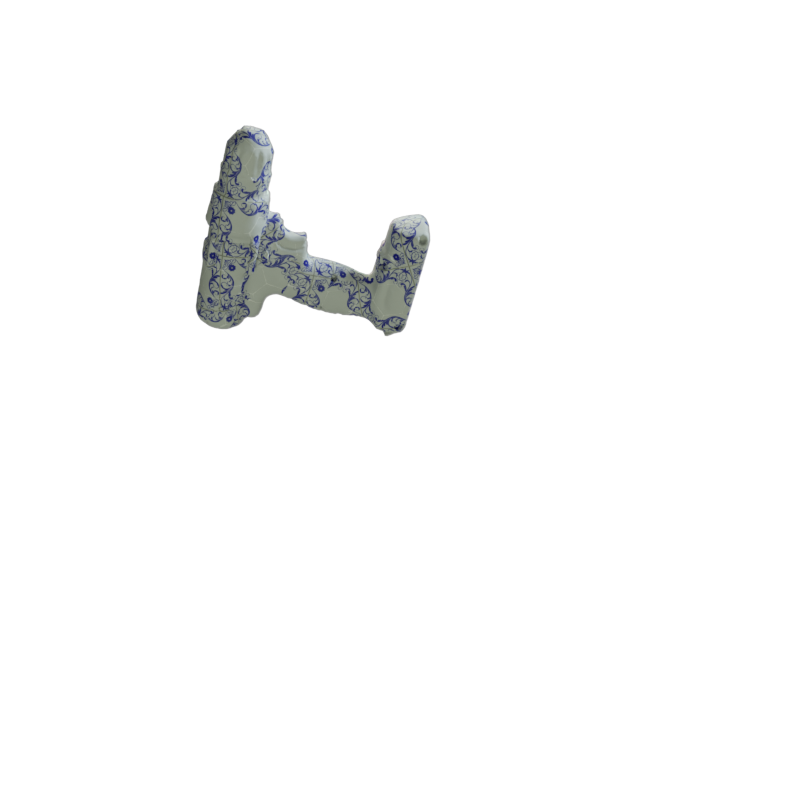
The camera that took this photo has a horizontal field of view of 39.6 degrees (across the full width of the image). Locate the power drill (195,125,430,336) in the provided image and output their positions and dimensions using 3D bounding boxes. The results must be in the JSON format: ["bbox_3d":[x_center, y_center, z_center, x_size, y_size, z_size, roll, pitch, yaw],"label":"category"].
[{"bbox_3d":[-0.074,-0.135,0.946,0.186,0.175,0.061,11,29,-6],"label":"power drill"}]
